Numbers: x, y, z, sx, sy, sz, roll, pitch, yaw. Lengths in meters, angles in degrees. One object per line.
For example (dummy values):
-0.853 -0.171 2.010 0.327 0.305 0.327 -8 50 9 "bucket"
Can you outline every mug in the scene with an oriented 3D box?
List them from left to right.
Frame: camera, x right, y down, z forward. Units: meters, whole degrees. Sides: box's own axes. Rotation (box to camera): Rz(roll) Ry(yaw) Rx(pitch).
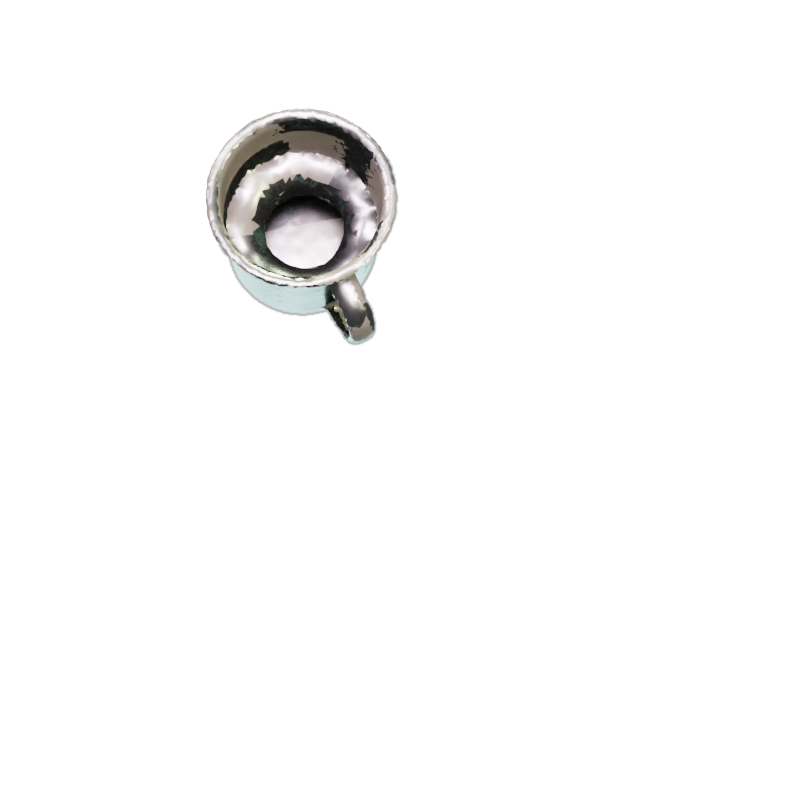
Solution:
-0.045 -0.082 0.572 0.093 0.122 0.078 -29 -13 -9 "mug"
